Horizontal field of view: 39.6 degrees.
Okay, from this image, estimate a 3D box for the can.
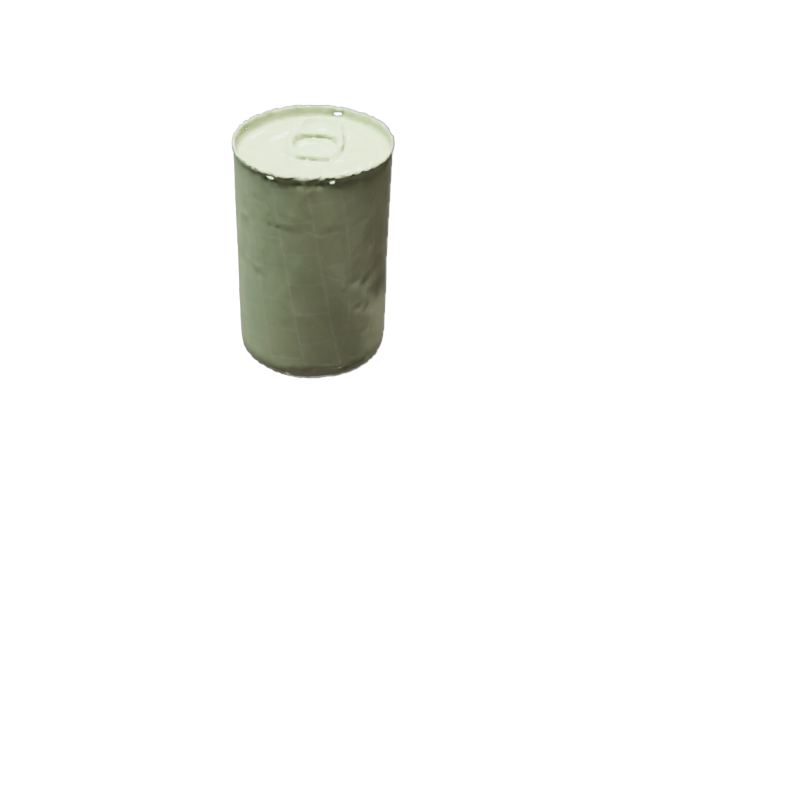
[{"bbox_3d":[-0.038,-0.069,0.487,0.068,0.096,0.073,0,36,-3],"label":"can"}]
